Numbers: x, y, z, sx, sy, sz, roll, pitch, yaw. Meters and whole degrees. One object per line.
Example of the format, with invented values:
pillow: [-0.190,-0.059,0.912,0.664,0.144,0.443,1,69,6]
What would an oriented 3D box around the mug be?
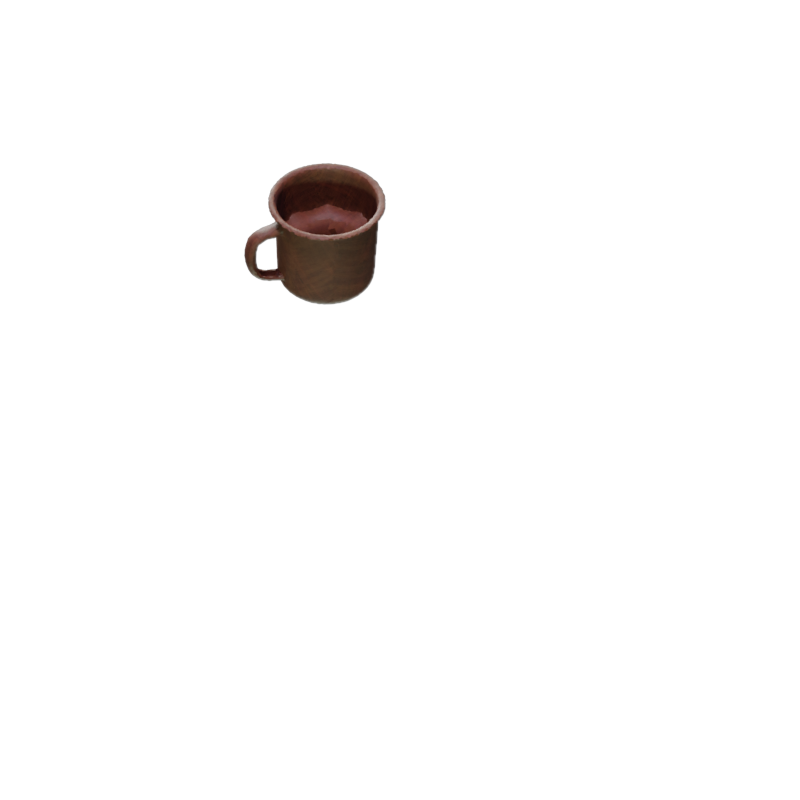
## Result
mug: [-0.070,-0.128,0.896,0.116,0.076,0.101,-21,51,-20]
